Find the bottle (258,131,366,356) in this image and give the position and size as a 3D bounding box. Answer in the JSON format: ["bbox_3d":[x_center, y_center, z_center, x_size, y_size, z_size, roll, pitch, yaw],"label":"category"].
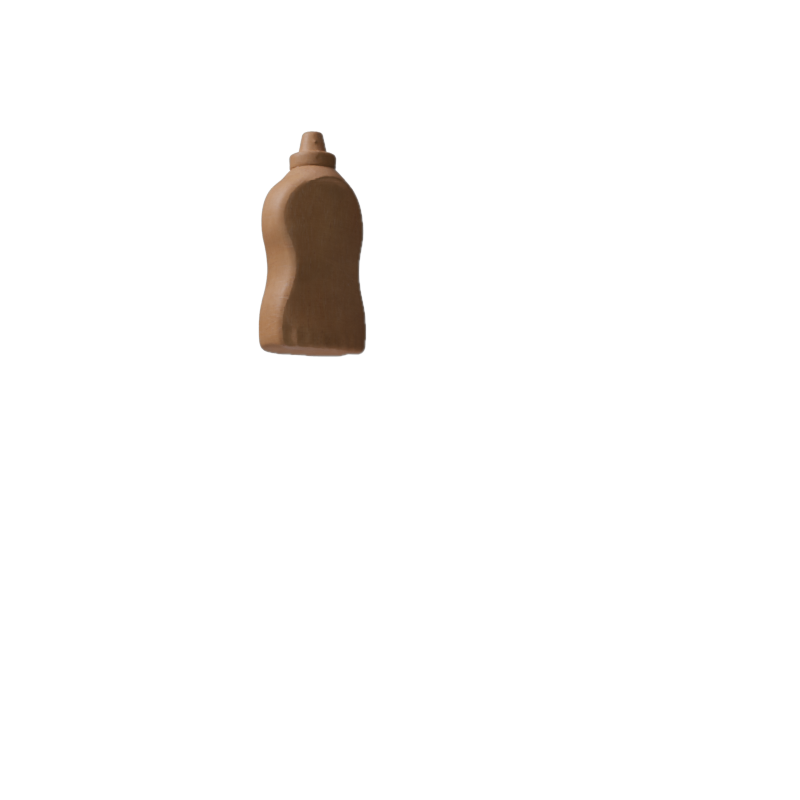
[{"bbox_3d":[-0.074,-0.135,0.947,0.092,0.196,0.060,6,-12,-38],"label":"bottle"}]
